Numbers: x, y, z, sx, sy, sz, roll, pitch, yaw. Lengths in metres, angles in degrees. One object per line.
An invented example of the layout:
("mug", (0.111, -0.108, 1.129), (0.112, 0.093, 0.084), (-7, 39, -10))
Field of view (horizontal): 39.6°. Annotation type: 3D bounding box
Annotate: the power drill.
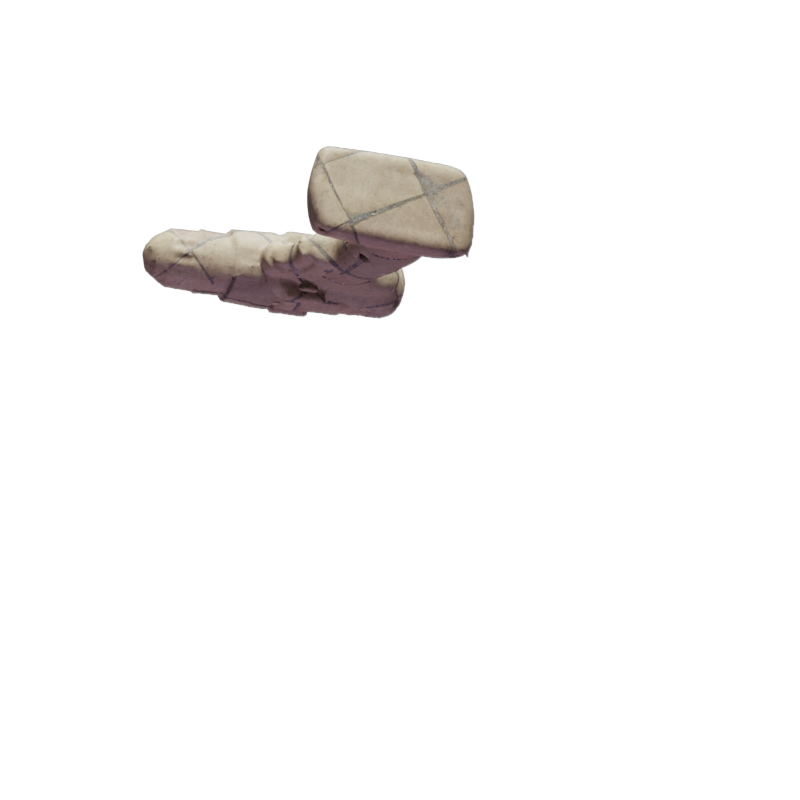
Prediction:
("power drill", (-0.055, -0.100, 0.699), (0.178, 0.059, 0.188), (4, -11, -24))
